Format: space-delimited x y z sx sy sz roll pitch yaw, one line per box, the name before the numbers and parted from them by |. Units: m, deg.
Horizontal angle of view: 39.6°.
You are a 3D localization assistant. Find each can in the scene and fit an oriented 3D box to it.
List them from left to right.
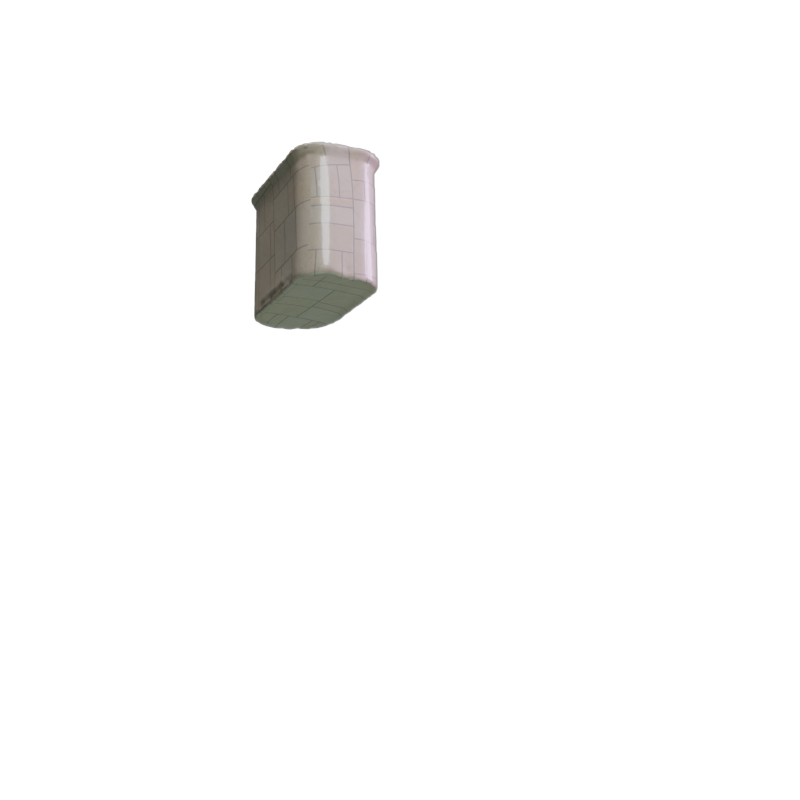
can | -0.053 -0.097 0.679 0.055 0.088 0.101 9 -22 -25
